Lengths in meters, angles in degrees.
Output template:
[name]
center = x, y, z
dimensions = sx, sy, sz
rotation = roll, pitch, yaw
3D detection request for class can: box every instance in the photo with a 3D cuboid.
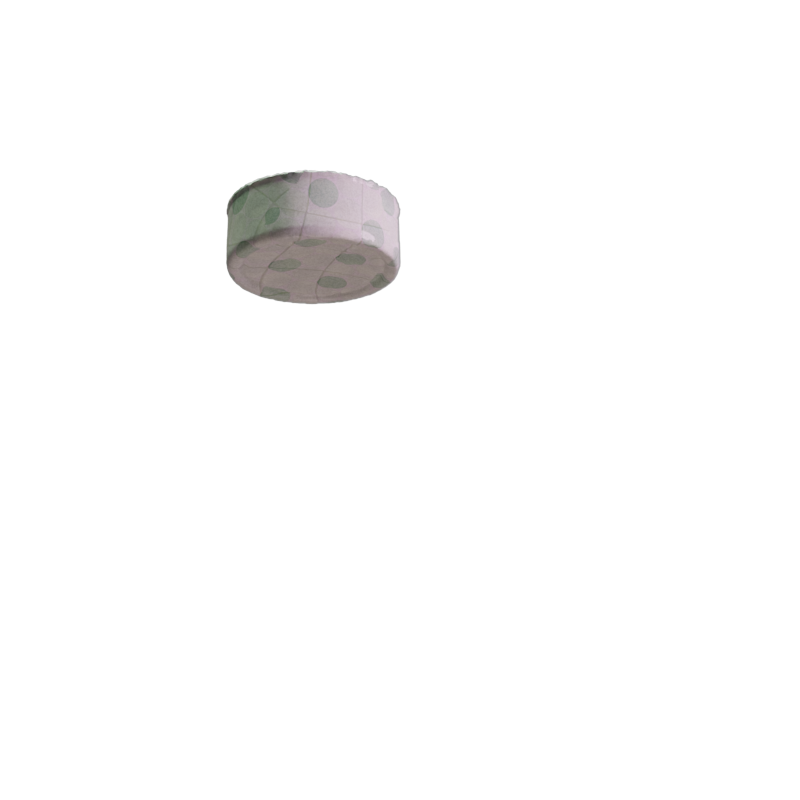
[can]
center = -0.042, -0.077, 0.542
dimensions = 0.086, 0.035, 0.082
rotation = 0, -19, -2
